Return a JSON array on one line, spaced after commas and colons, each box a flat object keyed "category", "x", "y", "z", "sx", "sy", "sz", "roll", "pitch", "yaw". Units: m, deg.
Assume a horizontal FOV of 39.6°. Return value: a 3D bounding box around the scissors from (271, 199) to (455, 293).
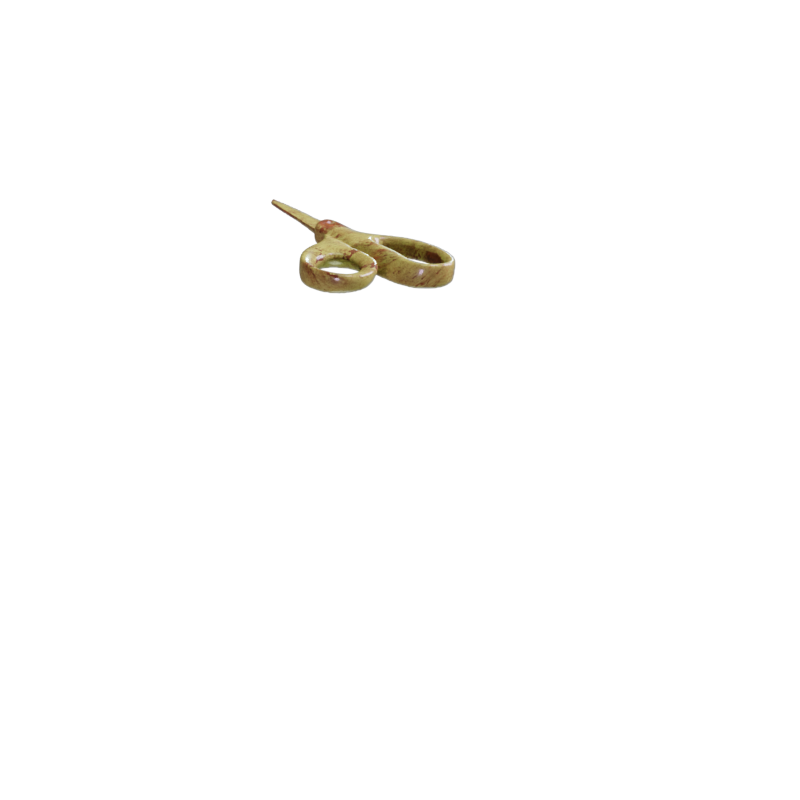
[{"category": "scissors", "x": -0.053, "y": -0.098, "z": 0.683, "sx": 0.094, "sy": 0.015, "sz": 0.214, "roll": -18, "pitch": 28, "yaw": -37}]
